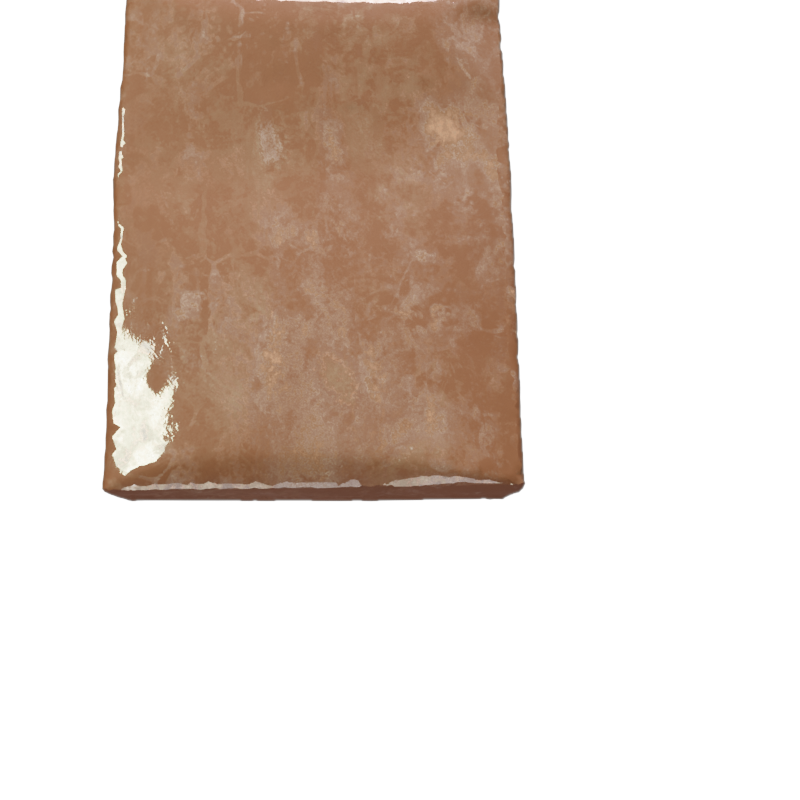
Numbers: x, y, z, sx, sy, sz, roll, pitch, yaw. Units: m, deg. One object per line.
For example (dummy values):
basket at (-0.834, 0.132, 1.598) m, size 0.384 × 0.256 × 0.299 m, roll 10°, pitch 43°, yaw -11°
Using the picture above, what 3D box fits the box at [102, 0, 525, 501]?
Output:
box at (-0.037, -0.067, 0.470) m, size 0.163 × 0.221 × 0.070 m, roll 0°, pitch -14°, yaw -3°
